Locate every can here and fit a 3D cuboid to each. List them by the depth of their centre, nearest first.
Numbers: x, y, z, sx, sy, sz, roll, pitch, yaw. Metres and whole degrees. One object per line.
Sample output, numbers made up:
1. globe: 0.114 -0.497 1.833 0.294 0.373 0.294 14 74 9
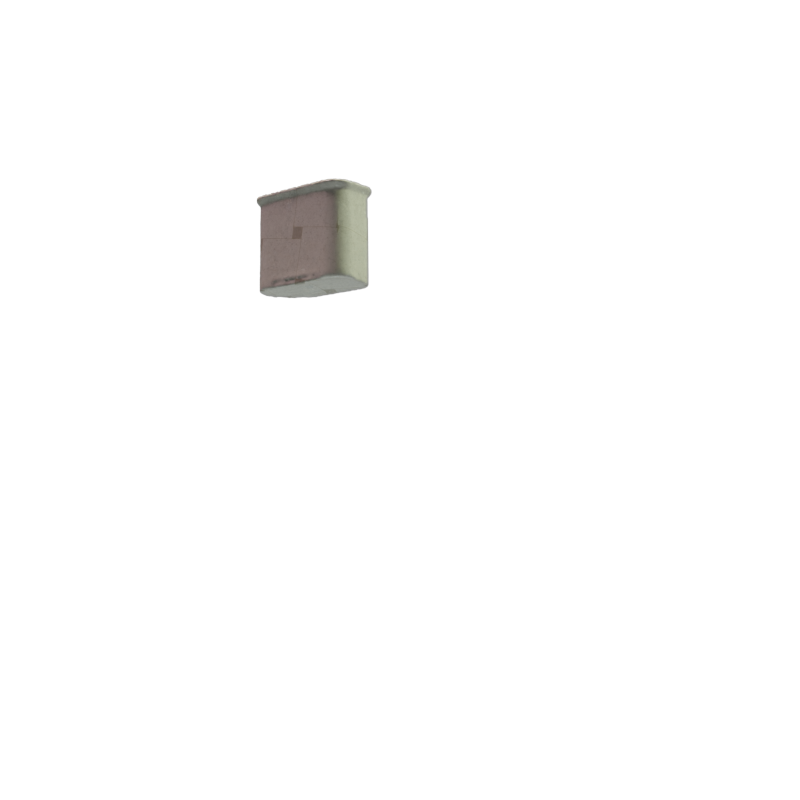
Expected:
1. can: -0.074 -0.134 0.941 0.104 0.086 0.054 -8 -14 38
